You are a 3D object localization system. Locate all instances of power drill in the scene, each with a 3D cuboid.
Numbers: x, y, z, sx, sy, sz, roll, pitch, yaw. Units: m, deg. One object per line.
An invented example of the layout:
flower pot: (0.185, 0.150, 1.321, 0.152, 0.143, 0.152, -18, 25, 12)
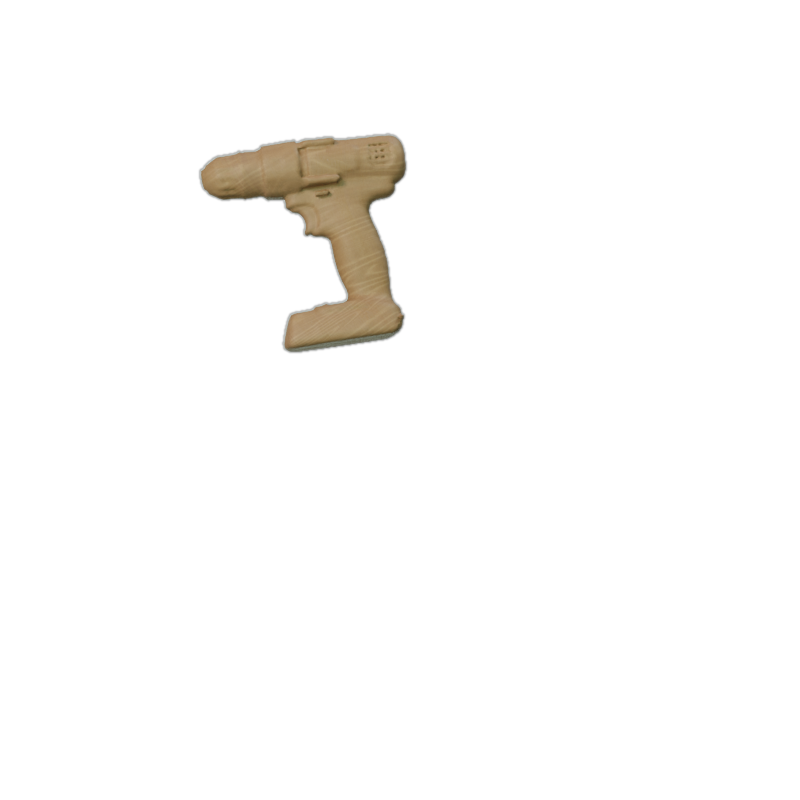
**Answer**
power drill: (-0.077, -0.140, 0.980, 0.184, 0.193, 0.056, -8, -10, -2)
